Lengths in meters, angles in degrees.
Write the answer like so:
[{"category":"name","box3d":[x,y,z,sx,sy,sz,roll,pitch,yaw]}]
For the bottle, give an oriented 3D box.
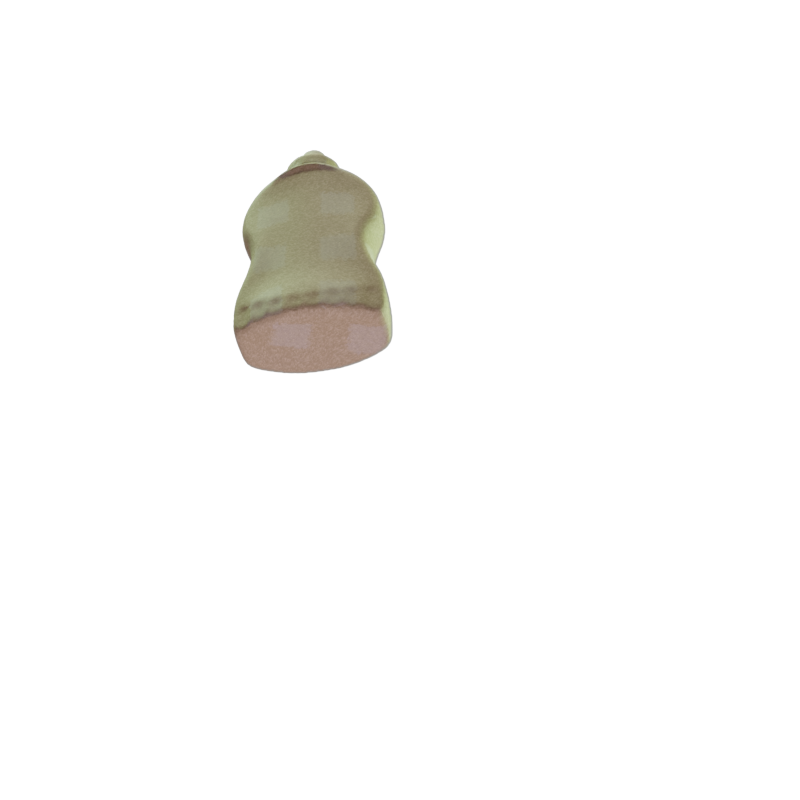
[{"category":"bottle","box3d":[-0.058,-0.106,0.743,0.097,0.206,0.054,-11,-46,7]}]
